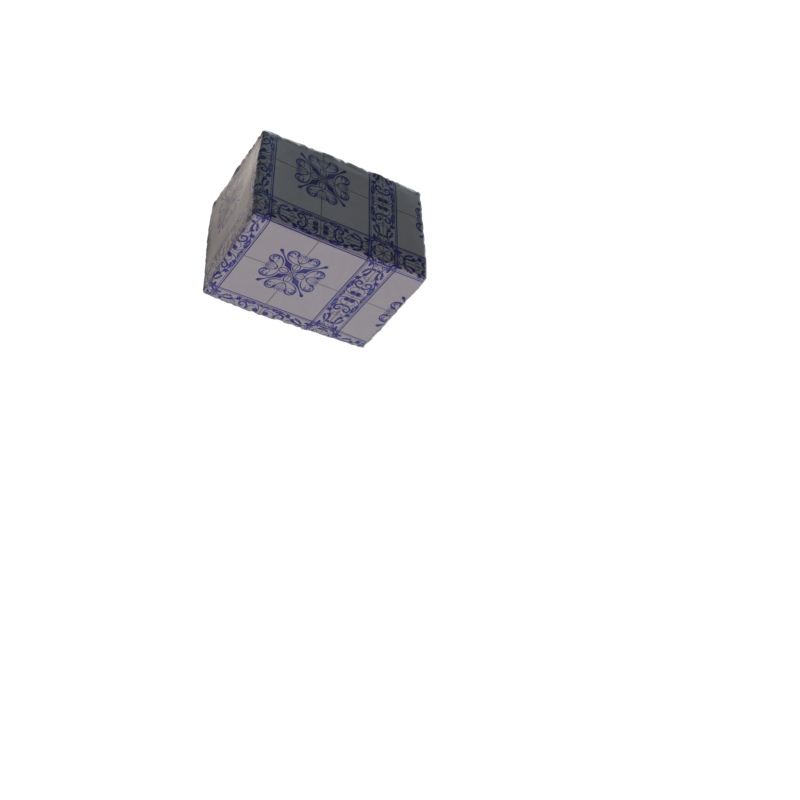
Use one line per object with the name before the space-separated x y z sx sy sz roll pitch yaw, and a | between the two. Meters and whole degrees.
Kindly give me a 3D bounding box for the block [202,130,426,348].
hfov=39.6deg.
block | -0.036 -0.065 0.459 0.075 0.055 0.051 19 -44 -23
